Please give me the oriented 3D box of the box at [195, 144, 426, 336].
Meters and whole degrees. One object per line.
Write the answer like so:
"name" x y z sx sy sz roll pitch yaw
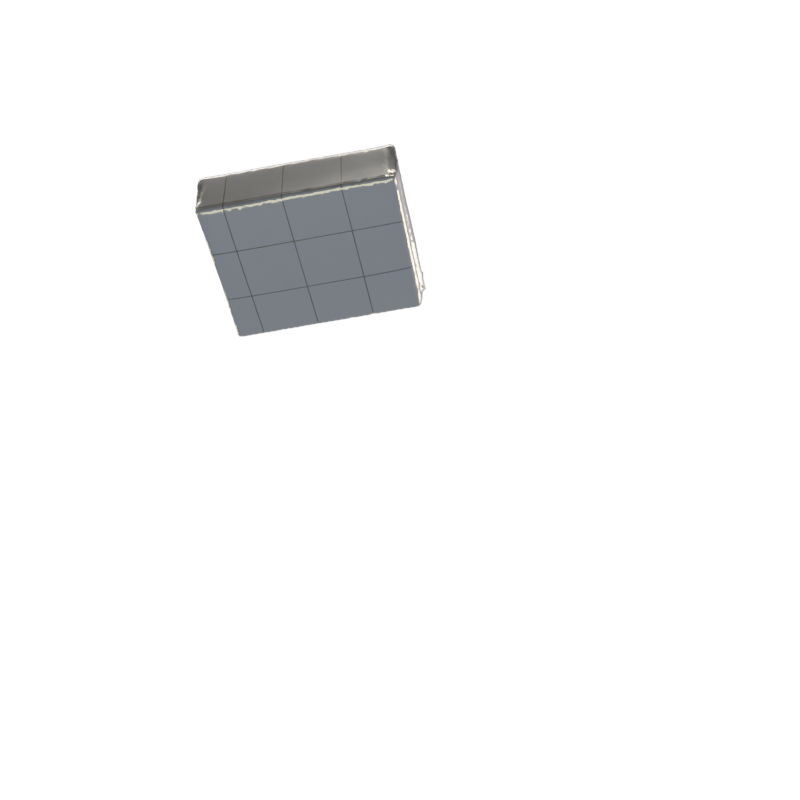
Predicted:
"box" -0.039 -0.071 0.494 0.090 0.068 0.032 -9 40 7
